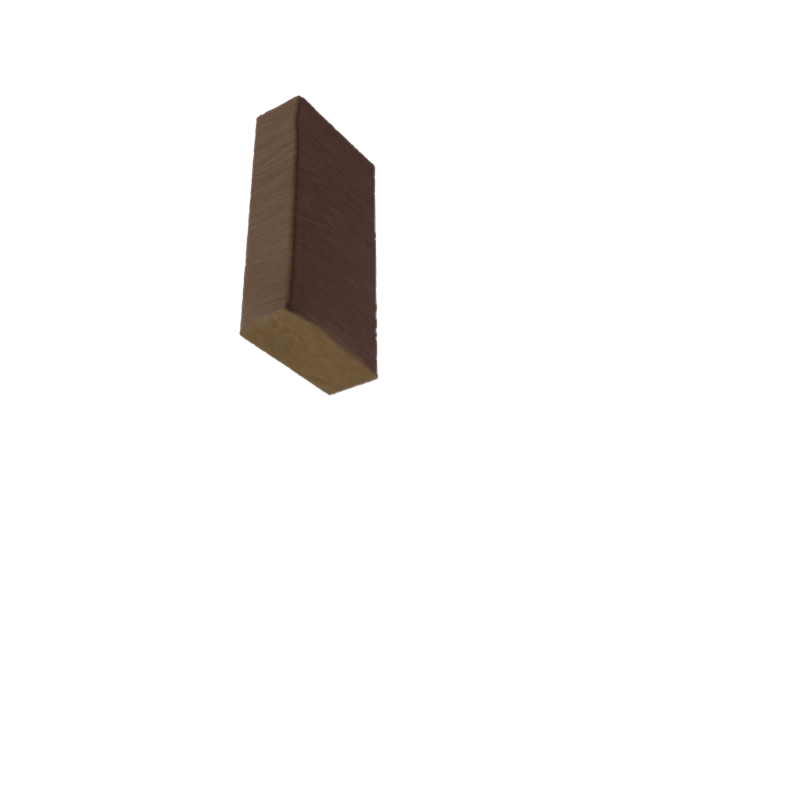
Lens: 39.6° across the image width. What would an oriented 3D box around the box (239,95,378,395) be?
[{"bbox_3d":[-0.057,-0.103,0.722,0.048,0.189,0.087,-25,-41,27],"label":"box"}]
